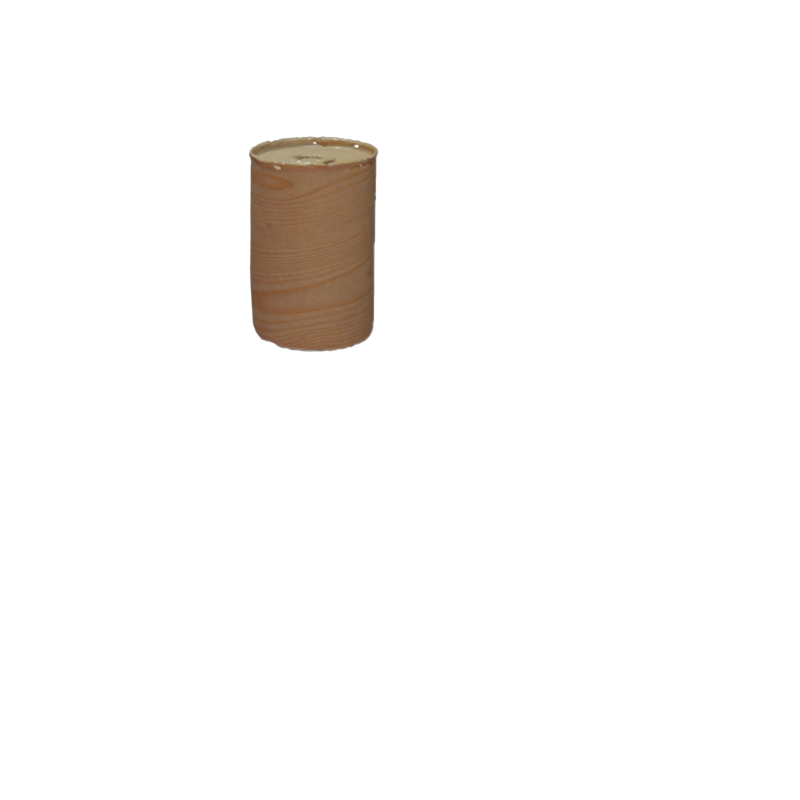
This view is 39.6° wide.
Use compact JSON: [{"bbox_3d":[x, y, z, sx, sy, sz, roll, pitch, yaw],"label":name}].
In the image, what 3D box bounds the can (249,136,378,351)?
[{"bbox_3d":[-0.047,-0.085,0.597,0.068,0.098,0.072,0,20,-2],"label":"can"}]
